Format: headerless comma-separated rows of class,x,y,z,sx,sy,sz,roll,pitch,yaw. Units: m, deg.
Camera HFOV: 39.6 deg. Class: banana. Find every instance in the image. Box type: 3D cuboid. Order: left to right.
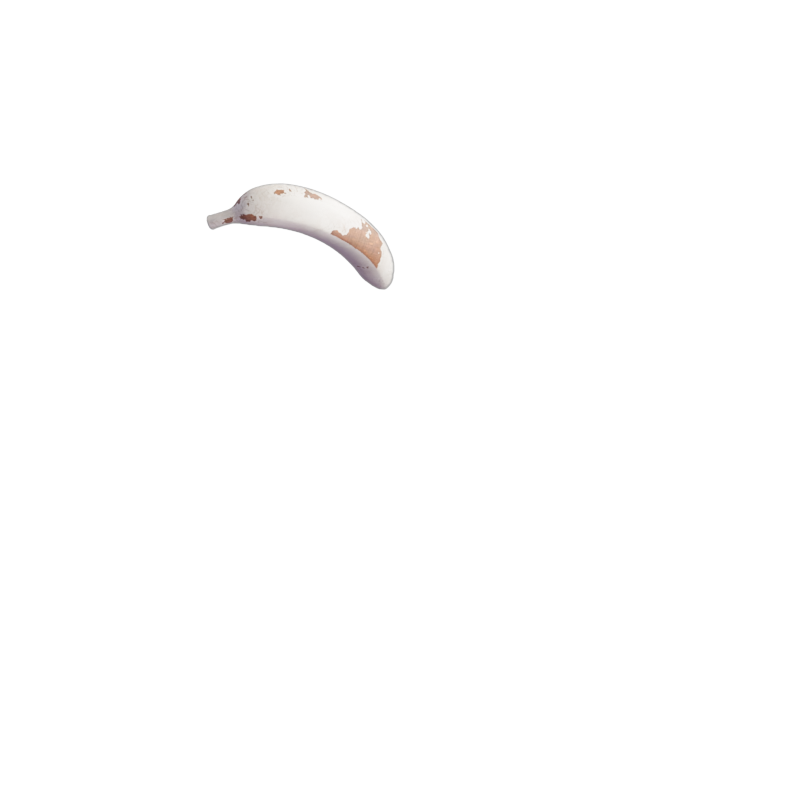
banana,-0.065,-0.142,0.937,0.187,0.039,0.069,18,-31,-36
